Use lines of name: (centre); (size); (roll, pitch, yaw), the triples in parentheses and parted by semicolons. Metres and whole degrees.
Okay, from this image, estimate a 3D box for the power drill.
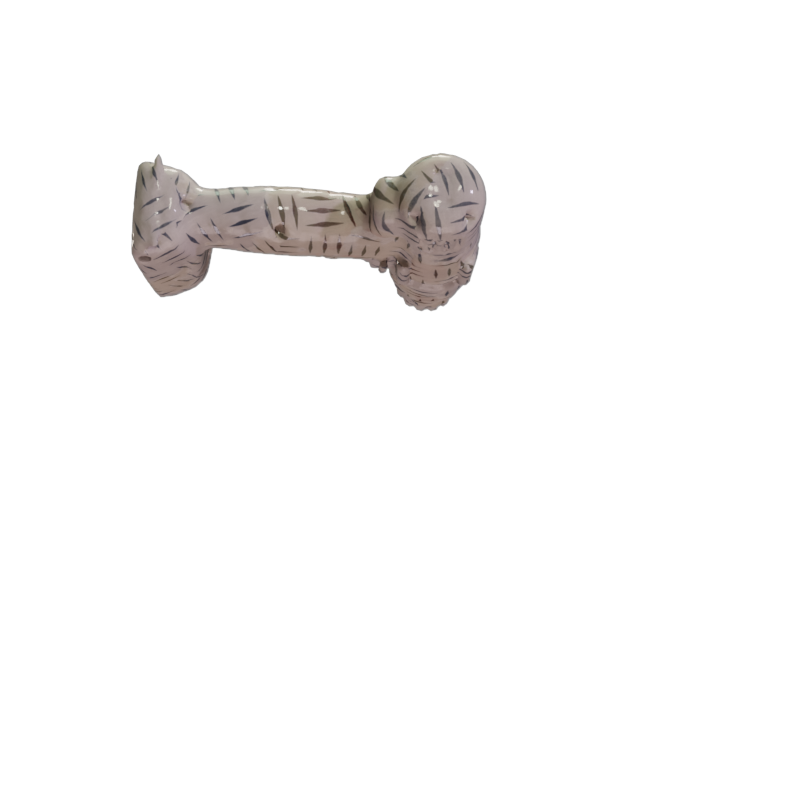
power drill: (-0.049, -0.090, 0.627); (0.188, 0.060, 0.177); (0, -12, 0)
